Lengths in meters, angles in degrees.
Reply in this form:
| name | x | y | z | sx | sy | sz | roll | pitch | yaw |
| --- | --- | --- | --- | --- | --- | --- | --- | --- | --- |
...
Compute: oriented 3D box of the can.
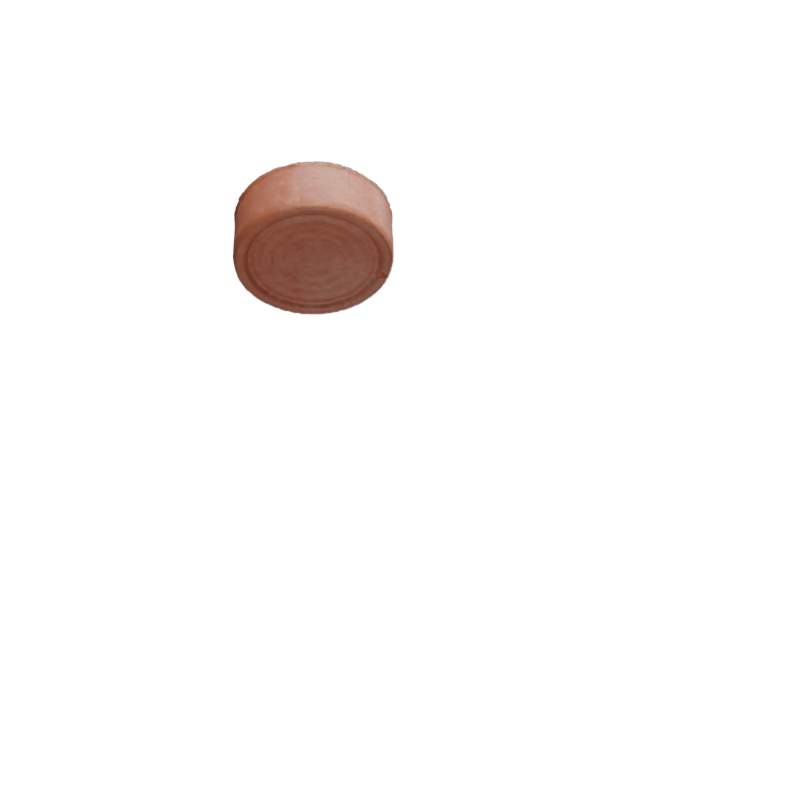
| name | x | y | z | sx | sy | sz | roll | pitch | yaw |
| --- | --- | --- | --- | --- | --- | --- | --- | --- | --- |
| can | -0.046 | -0.084 | 0.589 | 0.086 | 0.036 | 0.080 | 1 | -40 | -2 |
